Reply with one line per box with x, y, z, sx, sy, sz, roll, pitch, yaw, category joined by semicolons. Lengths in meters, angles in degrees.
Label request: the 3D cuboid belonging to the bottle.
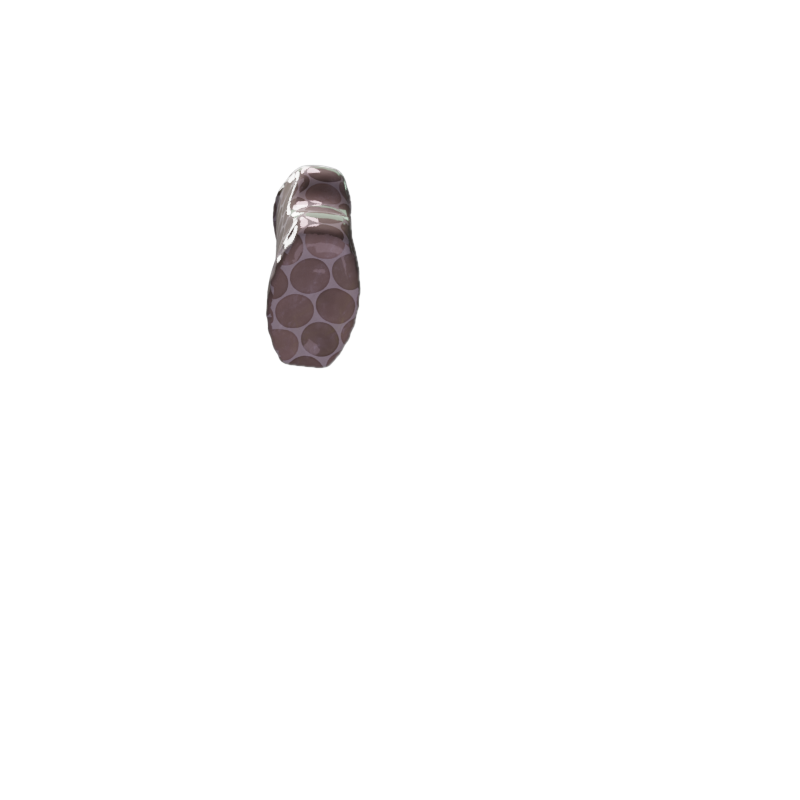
-0.061;-0.110;0.770;0.058;0.091;0.204;4;30;-7;bottle
